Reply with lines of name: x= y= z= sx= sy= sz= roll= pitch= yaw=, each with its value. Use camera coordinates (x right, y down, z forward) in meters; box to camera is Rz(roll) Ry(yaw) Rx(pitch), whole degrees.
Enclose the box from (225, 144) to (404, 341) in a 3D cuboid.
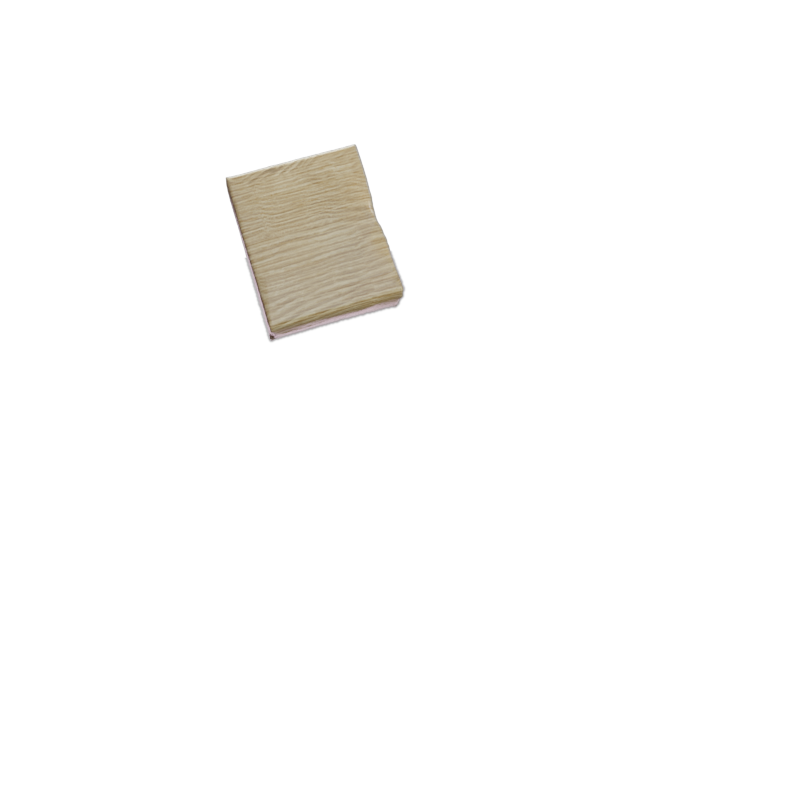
box: x=-0.046 y=-0.084 z=0.588 sx=0.073 sy=0.093 sz=0.029 roll=-16 pitch=-17 yaw=-5
